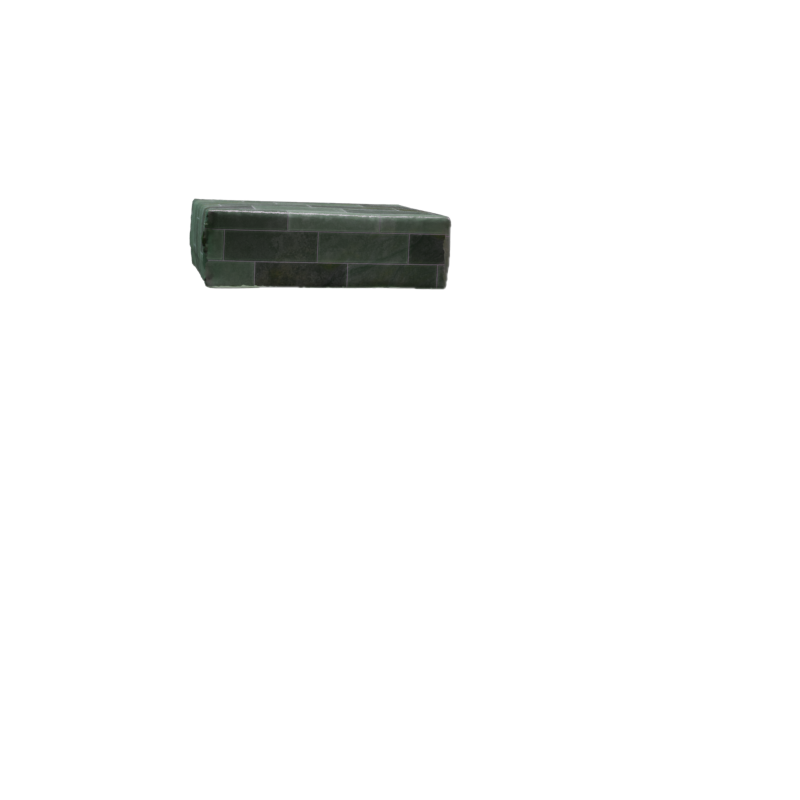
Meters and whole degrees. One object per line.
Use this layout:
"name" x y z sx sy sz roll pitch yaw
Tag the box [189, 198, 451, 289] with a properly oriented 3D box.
"box" -0.042 -0.076 0.530 0.112 0.038 0.093 -2 11 -12
